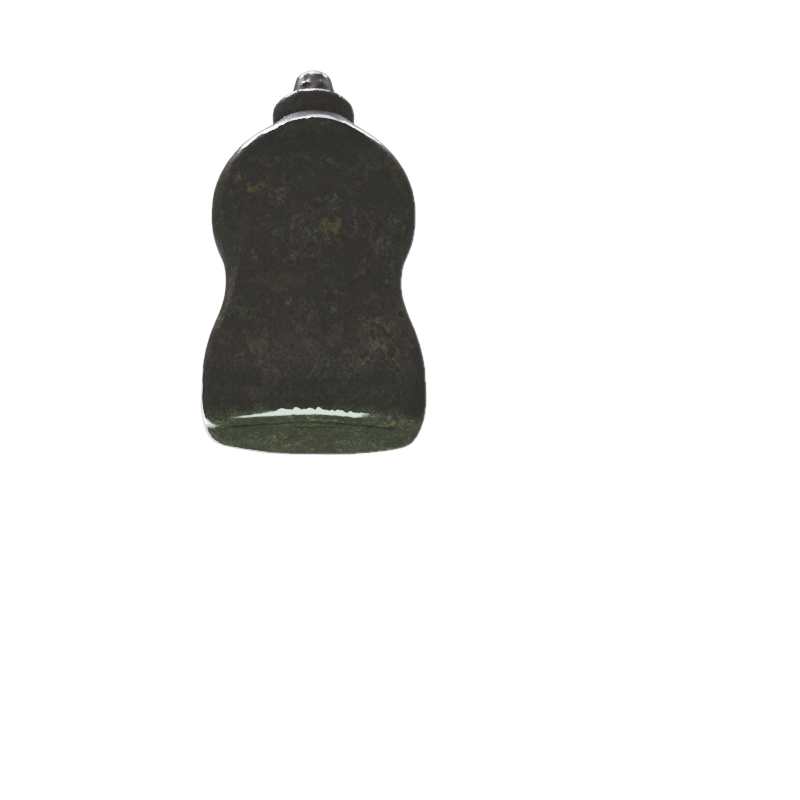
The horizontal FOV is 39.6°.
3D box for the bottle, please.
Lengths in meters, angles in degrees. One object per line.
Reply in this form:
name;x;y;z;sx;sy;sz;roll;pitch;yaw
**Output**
bottle;-0.041;-0.074;0.518;0.096;0.203;0.055;-1;-28;-2
